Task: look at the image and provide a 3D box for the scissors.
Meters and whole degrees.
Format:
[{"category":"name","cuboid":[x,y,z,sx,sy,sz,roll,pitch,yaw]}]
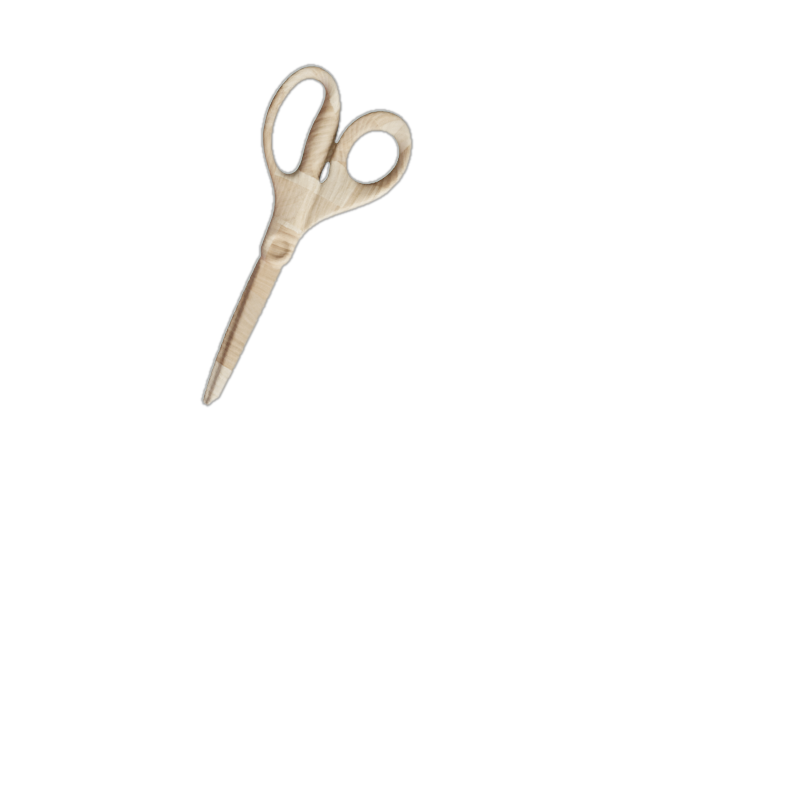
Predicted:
[{"category":"scissors","cuboid":[-0.050,-0.091,0.635,0.096,0.205,0.015,8,-6,1]}]
